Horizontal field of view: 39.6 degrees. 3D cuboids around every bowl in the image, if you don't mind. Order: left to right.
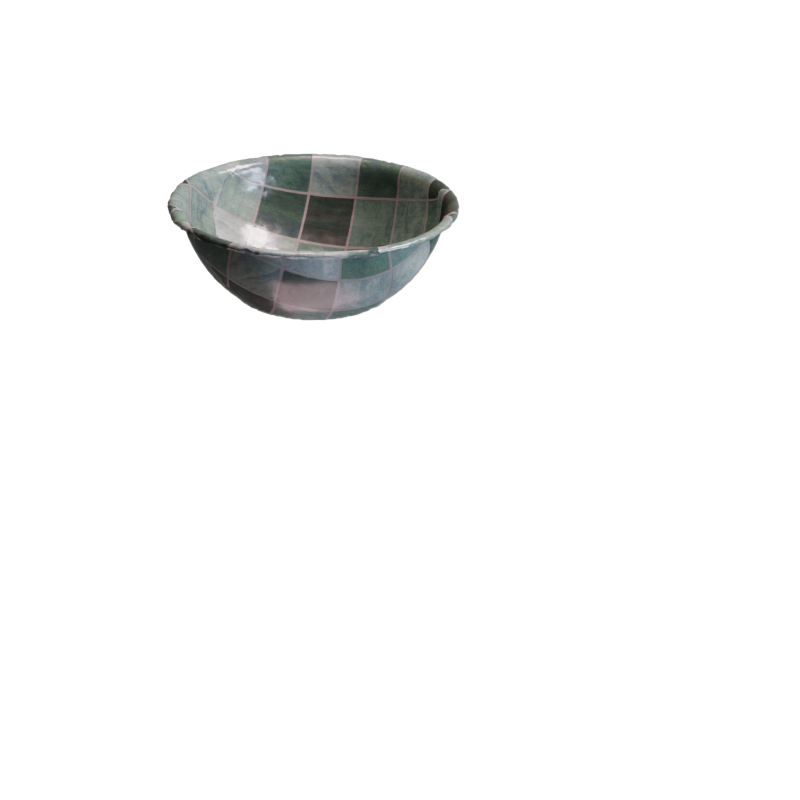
[{"bbox_3d":[-0.049,-0.089,0.625,0.162,0.052,0.171,-1,28,-2],"label":"bowl"}]
